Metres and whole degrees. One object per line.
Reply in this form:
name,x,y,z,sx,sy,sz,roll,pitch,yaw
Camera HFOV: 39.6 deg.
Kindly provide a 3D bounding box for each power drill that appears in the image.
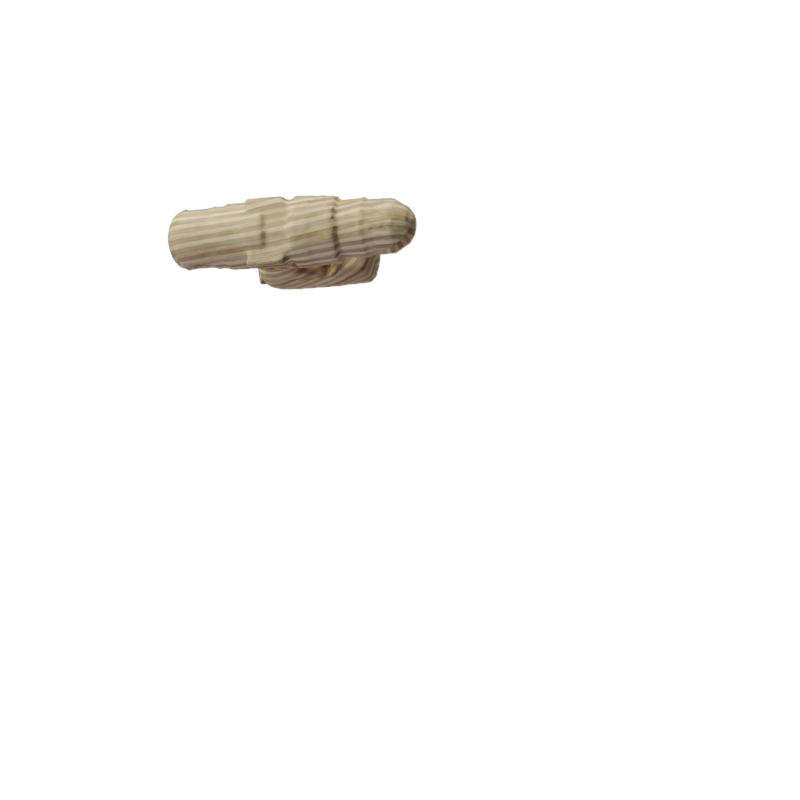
power drill,-0.068,-0.125,0.873,0.187,0.058,0.183,0,-1,12
